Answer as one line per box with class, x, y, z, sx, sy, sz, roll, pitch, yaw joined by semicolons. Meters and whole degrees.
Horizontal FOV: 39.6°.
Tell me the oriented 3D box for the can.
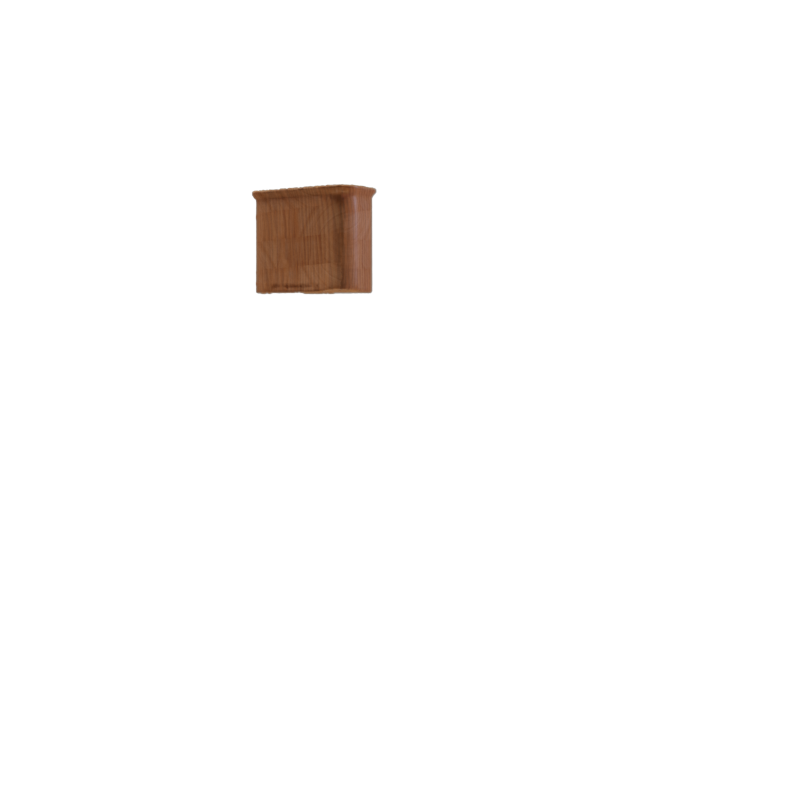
can;-0.070;-0.128;0.894;0.105;0.084;0.055;1;-1;33
